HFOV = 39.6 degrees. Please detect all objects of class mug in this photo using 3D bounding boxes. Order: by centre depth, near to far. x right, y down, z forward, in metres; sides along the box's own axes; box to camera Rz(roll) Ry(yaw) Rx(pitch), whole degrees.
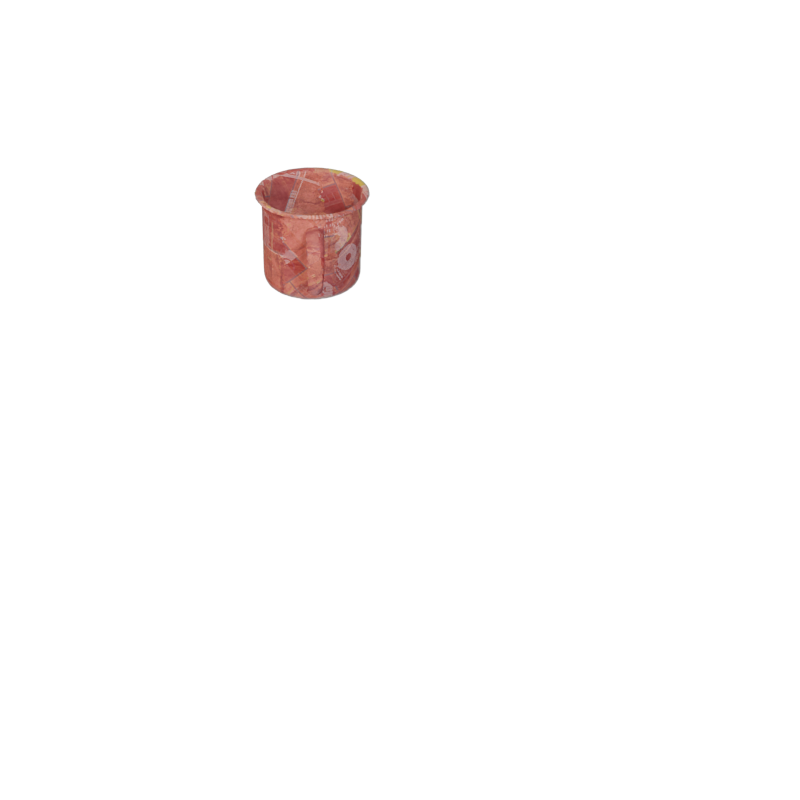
[{"bbox_3d":[-0.071,-0.130,0.907,0.092,0.077,0.125,-3,34,-7],"label":"mug"}]
